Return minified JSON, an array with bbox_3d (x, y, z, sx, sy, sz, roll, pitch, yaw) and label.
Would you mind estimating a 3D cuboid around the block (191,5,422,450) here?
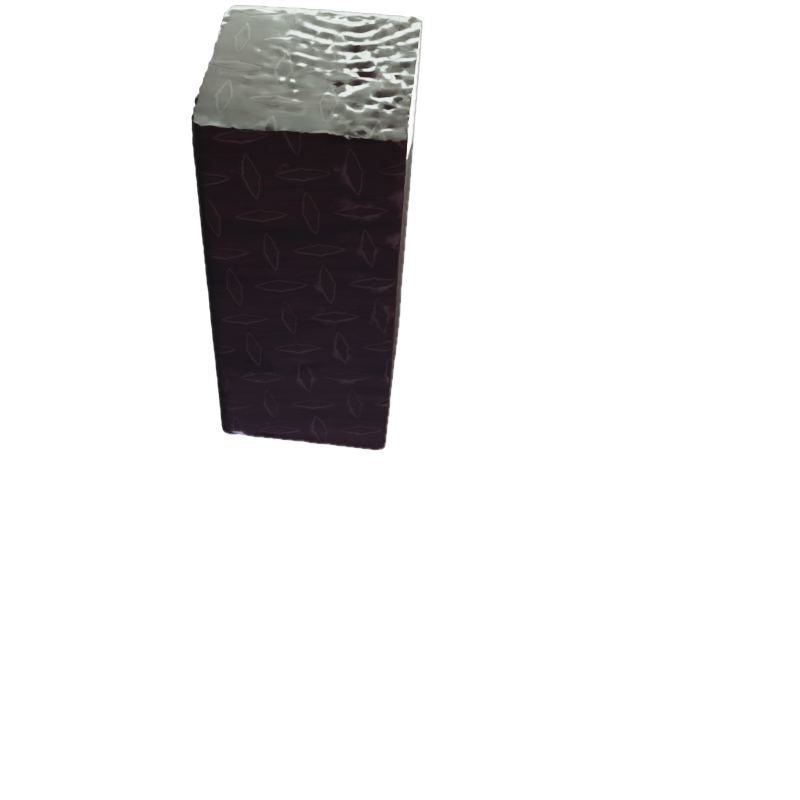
[{"bbox_3d":[-0.043,-0.077,0.537,0.091,0.097,0.192,6,-41,2],"label":"block"}]
